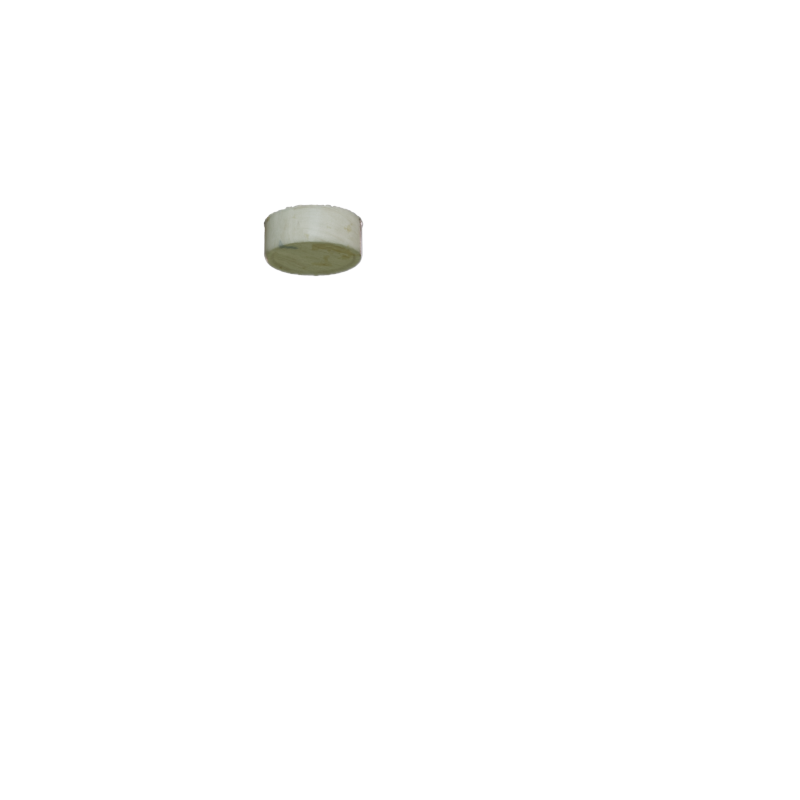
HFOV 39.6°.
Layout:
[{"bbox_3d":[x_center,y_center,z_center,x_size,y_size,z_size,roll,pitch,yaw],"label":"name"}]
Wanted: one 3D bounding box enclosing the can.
[{"bbox_3d":[-0.075,-0.136,0.953,0.086,0.035,0.082,0,-16,-2],"label":"can"}]
